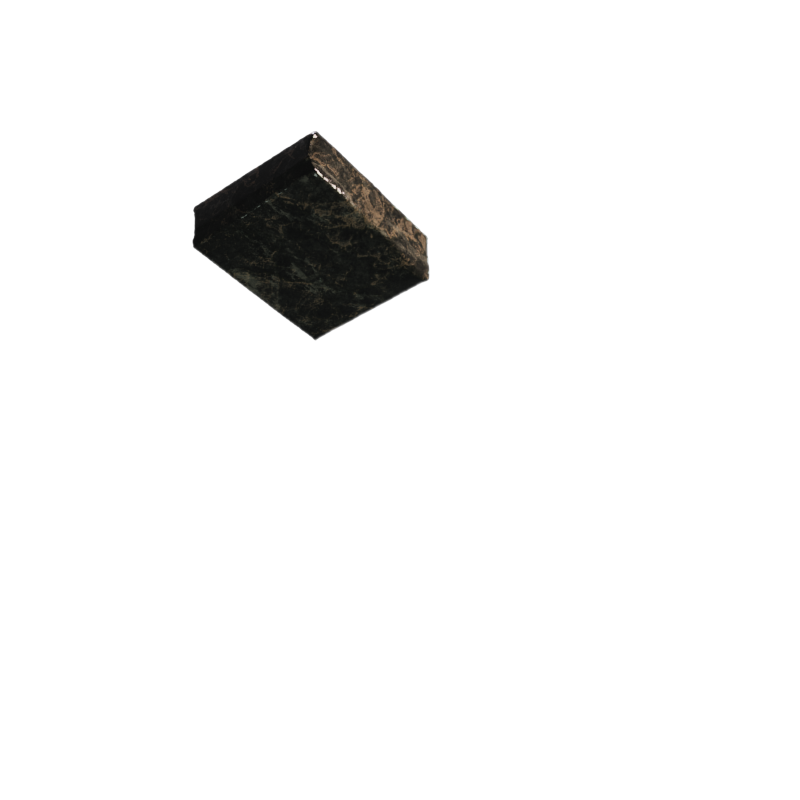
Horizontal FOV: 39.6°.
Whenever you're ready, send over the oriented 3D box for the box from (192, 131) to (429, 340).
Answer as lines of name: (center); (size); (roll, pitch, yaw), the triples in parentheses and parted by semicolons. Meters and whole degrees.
box: (-0.050, -0.091, 0.636); (0.090, 0.042, 0.106); (-27, -48, 27)
